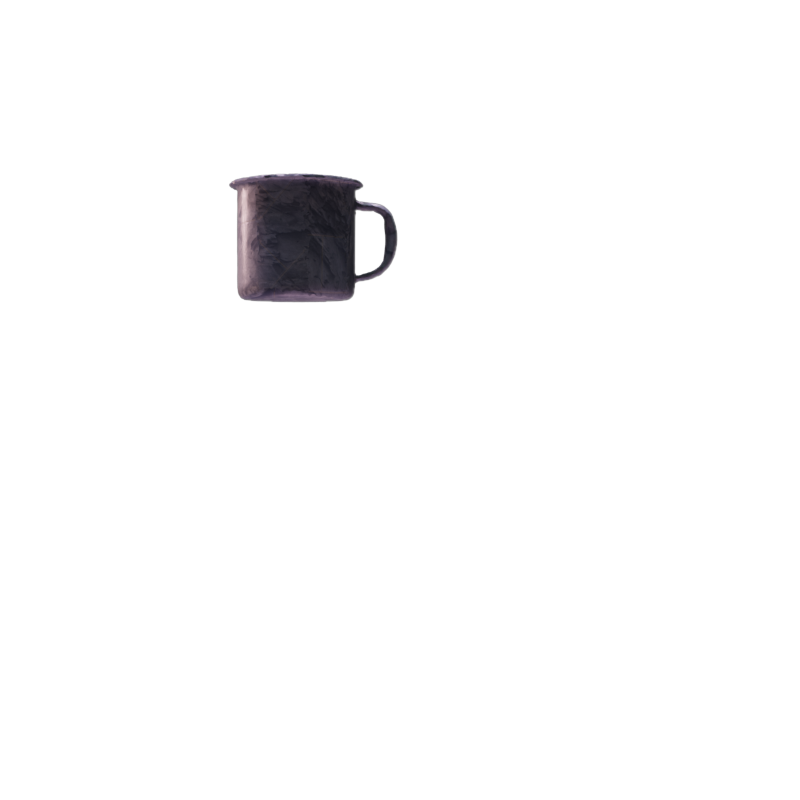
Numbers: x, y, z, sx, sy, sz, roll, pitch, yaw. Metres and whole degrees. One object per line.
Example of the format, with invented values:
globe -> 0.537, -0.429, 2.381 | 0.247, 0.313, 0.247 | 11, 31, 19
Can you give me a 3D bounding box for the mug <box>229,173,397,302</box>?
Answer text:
mug -> -0.060, -0.110, 0.769 | 0.116, 0.082, 0.094 | 0, -1, -8
